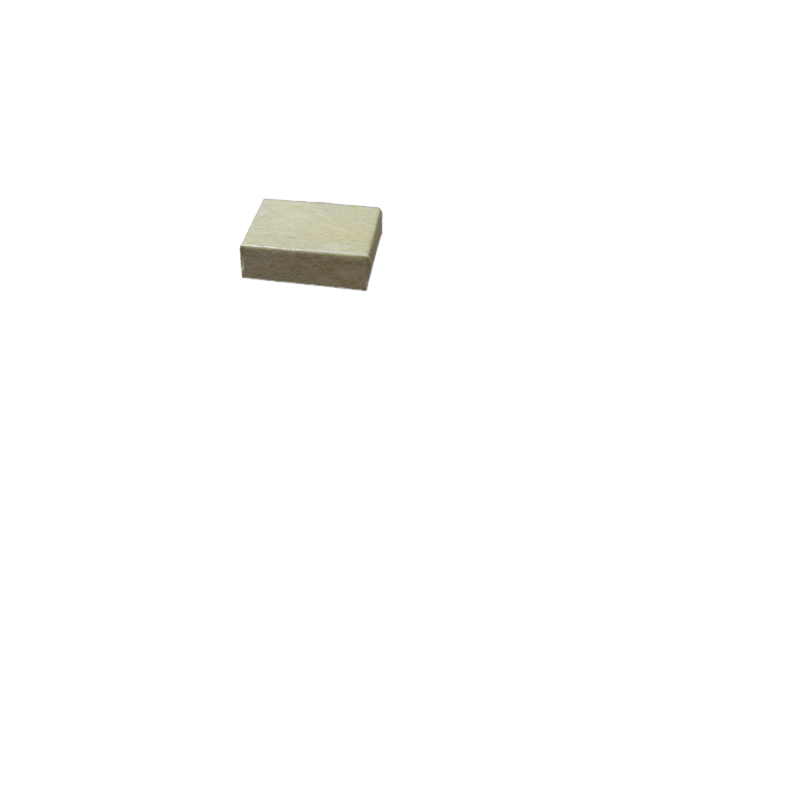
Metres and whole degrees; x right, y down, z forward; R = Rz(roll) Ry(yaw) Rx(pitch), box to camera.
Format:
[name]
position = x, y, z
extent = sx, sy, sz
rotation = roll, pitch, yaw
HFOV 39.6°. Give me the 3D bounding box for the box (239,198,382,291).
[box]
position = -0.060, -0.110, 0.772
extent = 0.090, 0.028, 0.077
rotation = 5, 34, 7
